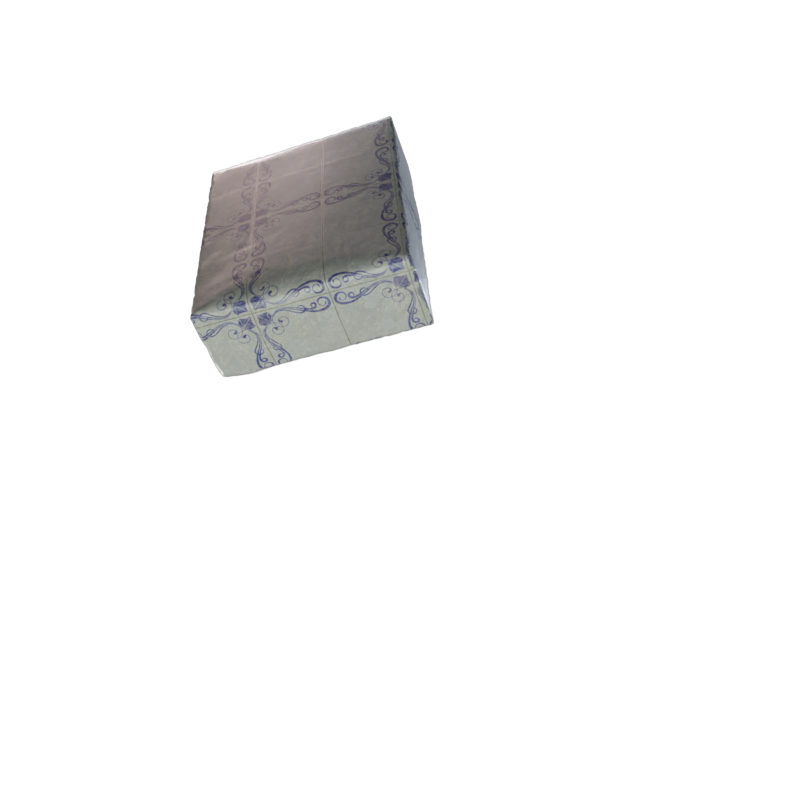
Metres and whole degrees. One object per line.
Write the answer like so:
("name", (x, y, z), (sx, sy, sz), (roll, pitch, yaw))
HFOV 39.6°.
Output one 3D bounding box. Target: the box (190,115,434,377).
("box", (-0.068, -0.124, 0.867), (0.165, 0.067, 0.229), (-16, 37, 9))
